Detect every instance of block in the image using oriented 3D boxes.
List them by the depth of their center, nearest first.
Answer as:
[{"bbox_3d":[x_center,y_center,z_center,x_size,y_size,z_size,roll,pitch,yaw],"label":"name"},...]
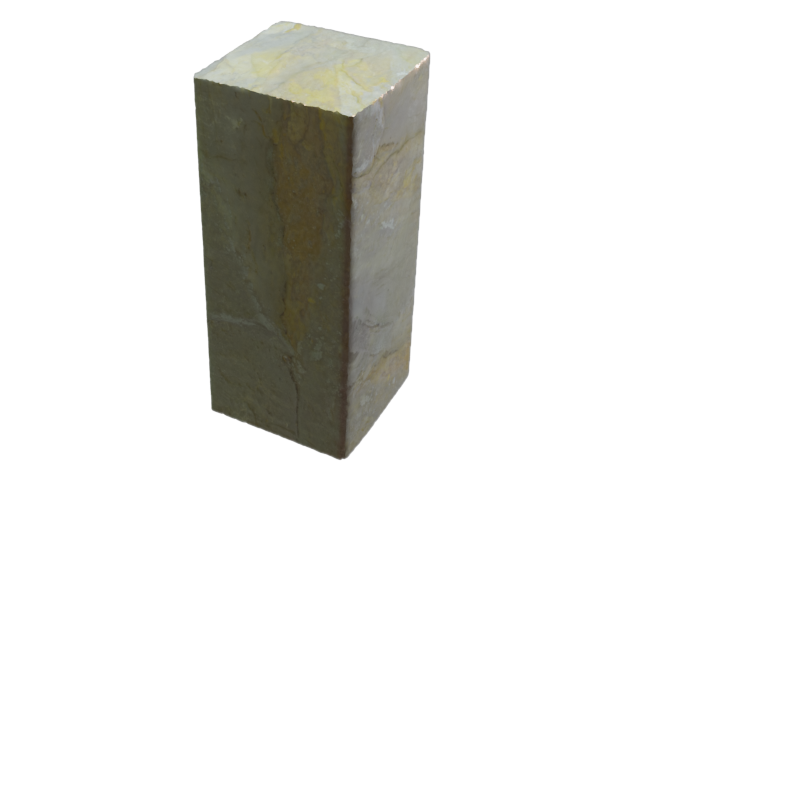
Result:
[{"bbox_3d":[-0.046,-0.085,0.596,0.094,0.193,0.092,18,37,21],"label":"block"}]
